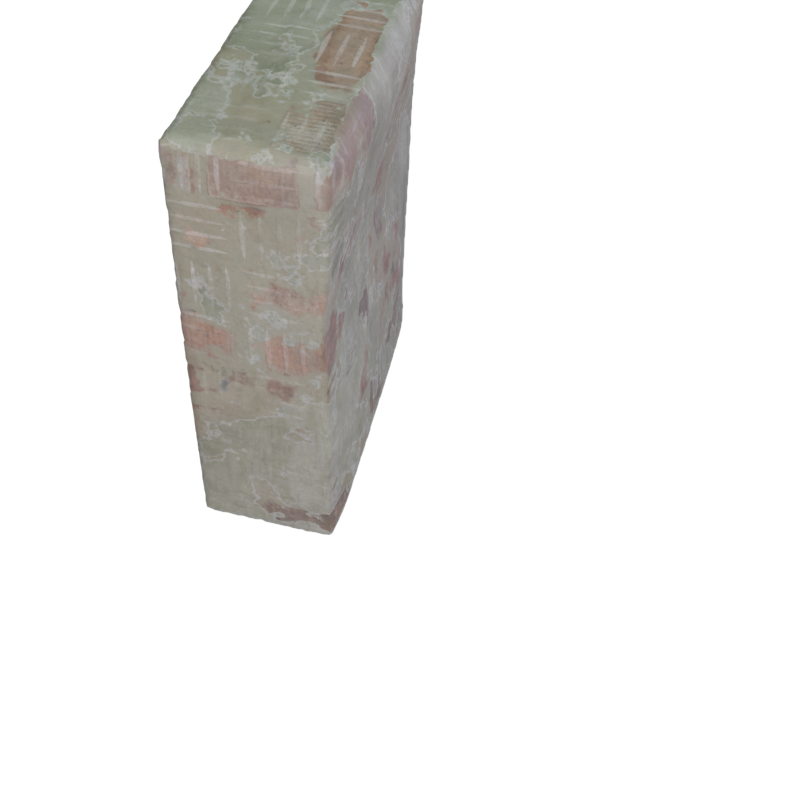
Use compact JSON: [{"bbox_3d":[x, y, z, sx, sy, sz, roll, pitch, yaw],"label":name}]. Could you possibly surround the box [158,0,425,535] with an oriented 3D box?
[{"bbox_3d":[-0.039,-0.072,0.502,0.073,0.199,0.173,10,46,7],"label":"box"}]
